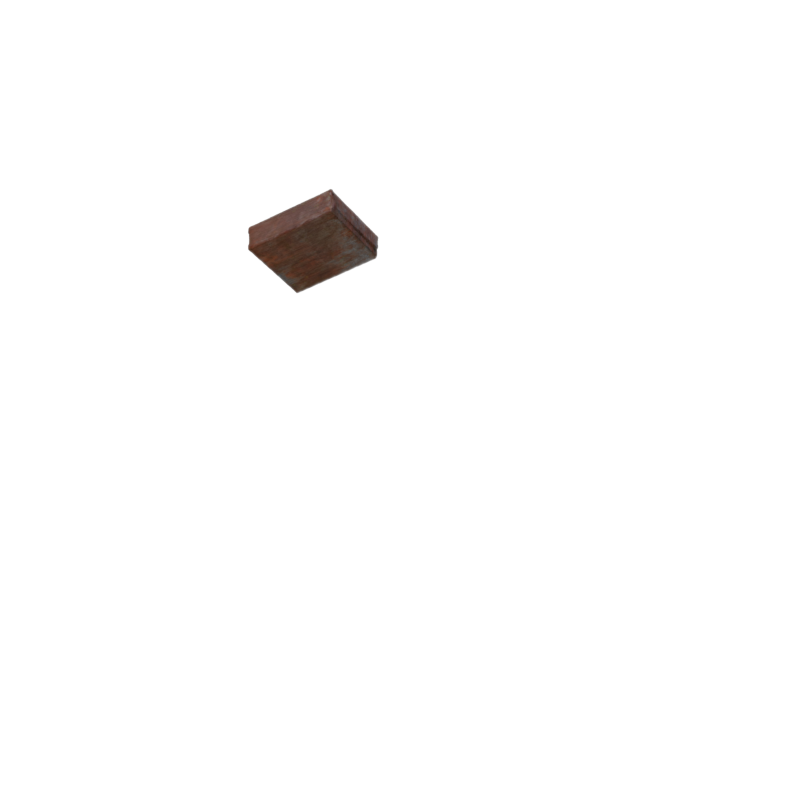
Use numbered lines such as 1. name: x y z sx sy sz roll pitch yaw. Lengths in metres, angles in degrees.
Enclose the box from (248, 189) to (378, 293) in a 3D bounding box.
1. box: -0.075 -0.136 0.955 0.090 0.032 0.068 -22 -42 26
